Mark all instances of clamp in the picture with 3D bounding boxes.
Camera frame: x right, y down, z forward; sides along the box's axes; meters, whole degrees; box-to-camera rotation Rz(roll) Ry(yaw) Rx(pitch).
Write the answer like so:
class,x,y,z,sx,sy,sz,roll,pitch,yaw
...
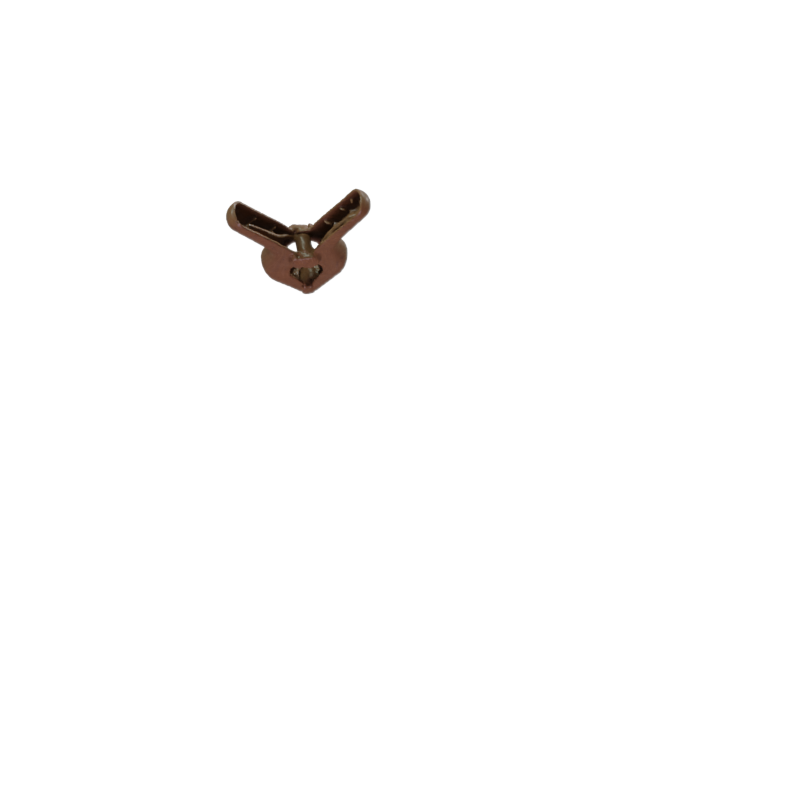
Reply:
class,x,y,z,sx,sy,sz,roll,pitch,yaw
clamp,-0.077,-0.141,0.987,0.121,0.041,0.162,-2,-15,8
